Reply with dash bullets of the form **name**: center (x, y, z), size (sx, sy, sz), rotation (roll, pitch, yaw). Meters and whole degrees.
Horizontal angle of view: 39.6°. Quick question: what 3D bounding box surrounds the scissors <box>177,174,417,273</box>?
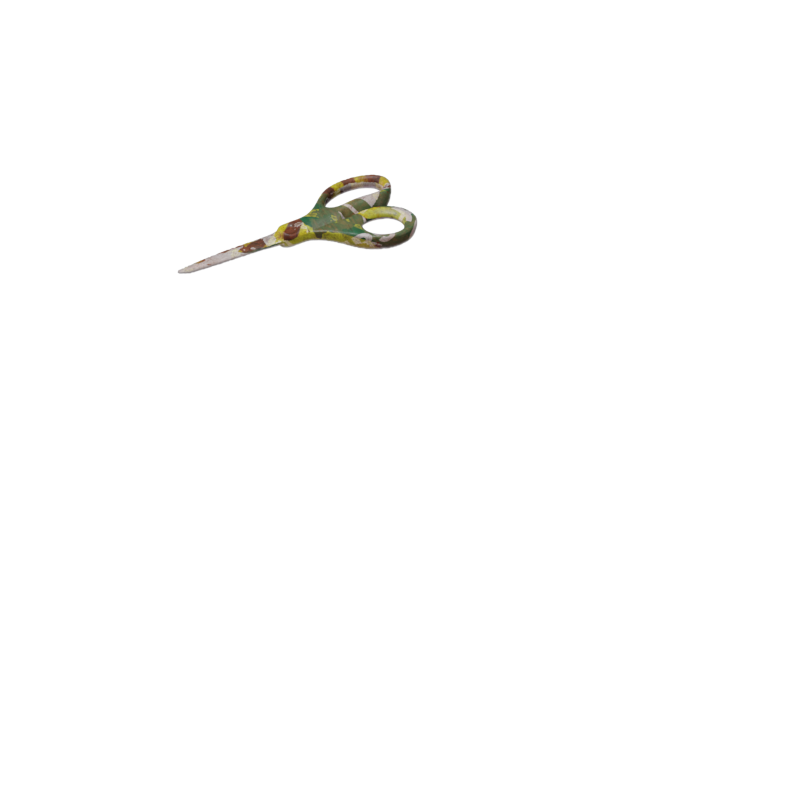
- **scissors**: center (-0.069, -0.125, 0.878), size (0.102, 0.015, 0.203), rotation (31, 51, 29)
